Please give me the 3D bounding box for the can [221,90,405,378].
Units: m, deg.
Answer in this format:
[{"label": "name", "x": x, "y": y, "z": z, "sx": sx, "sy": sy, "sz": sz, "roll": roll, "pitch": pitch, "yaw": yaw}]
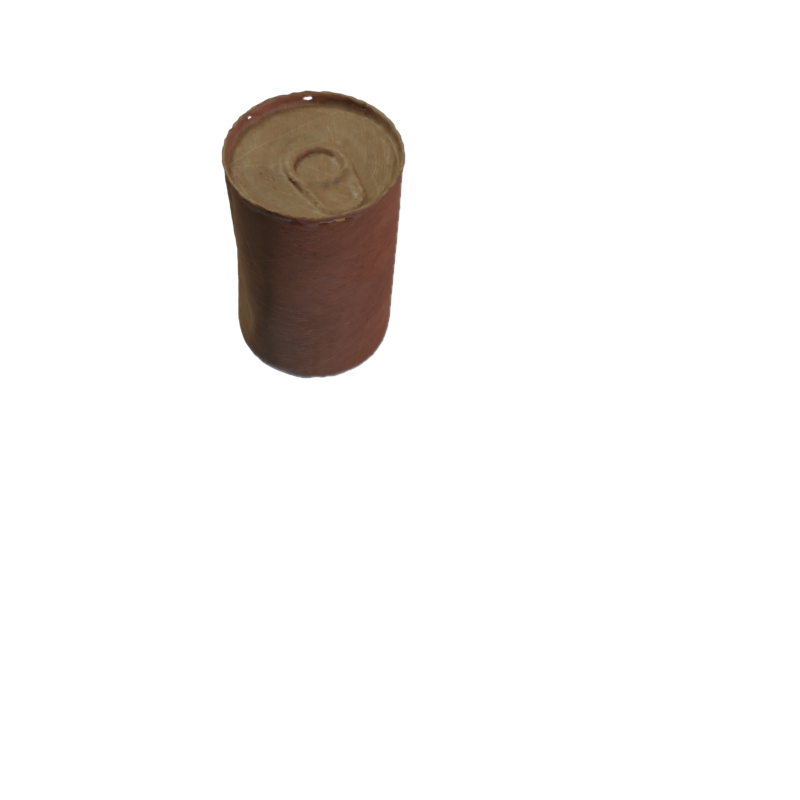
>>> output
[{"label": "can", "x": -0.035, "y": -0.064, "z": 0.447, "sx": 0.068, "sy": 0.073, "sz": 0.095, "roll": 0, "pitch": -37, "yaw": -3}]
